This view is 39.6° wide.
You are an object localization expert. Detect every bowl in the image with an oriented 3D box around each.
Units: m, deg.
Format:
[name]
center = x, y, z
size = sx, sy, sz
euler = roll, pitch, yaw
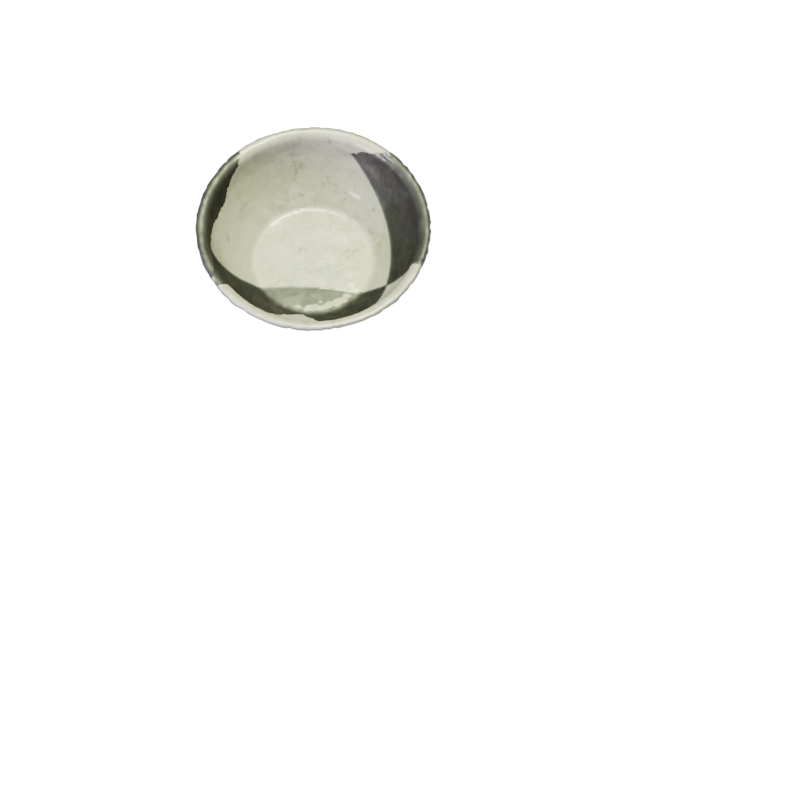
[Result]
[bowl]
center = -0.061, -0.112, 0.783
size = 0.162, 0.172, 0.052
euler = -1, -28, -1
